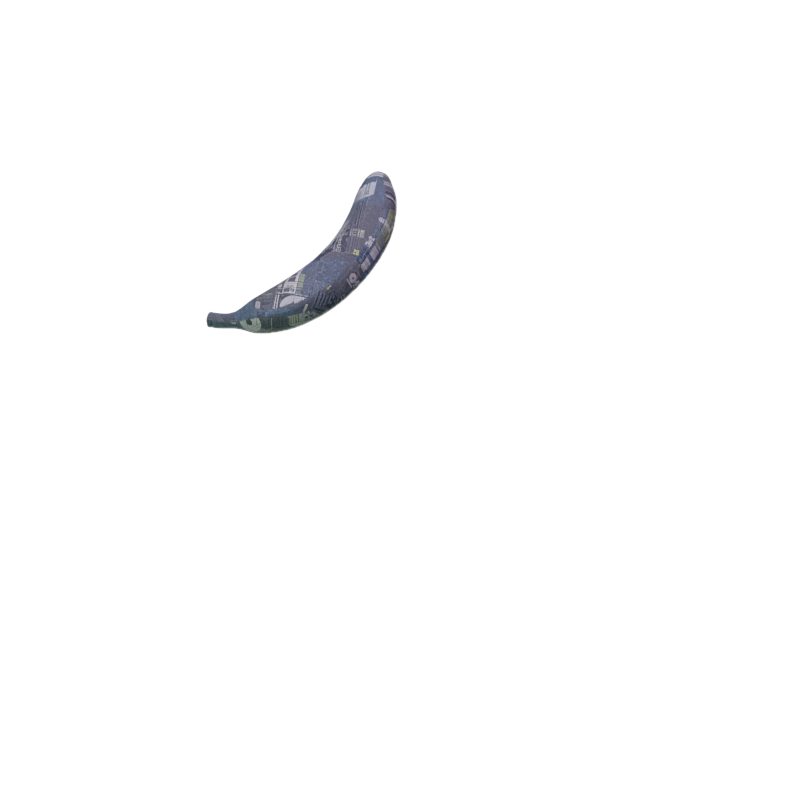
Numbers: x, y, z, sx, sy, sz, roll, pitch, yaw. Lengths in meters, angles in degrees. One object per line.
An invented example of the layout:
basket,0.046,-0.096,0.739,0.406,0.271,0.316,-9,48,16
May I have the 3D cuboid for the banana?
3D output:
banana,-0.053,-0.106,0.821,0.073,0.034,0.201,32,57,23
